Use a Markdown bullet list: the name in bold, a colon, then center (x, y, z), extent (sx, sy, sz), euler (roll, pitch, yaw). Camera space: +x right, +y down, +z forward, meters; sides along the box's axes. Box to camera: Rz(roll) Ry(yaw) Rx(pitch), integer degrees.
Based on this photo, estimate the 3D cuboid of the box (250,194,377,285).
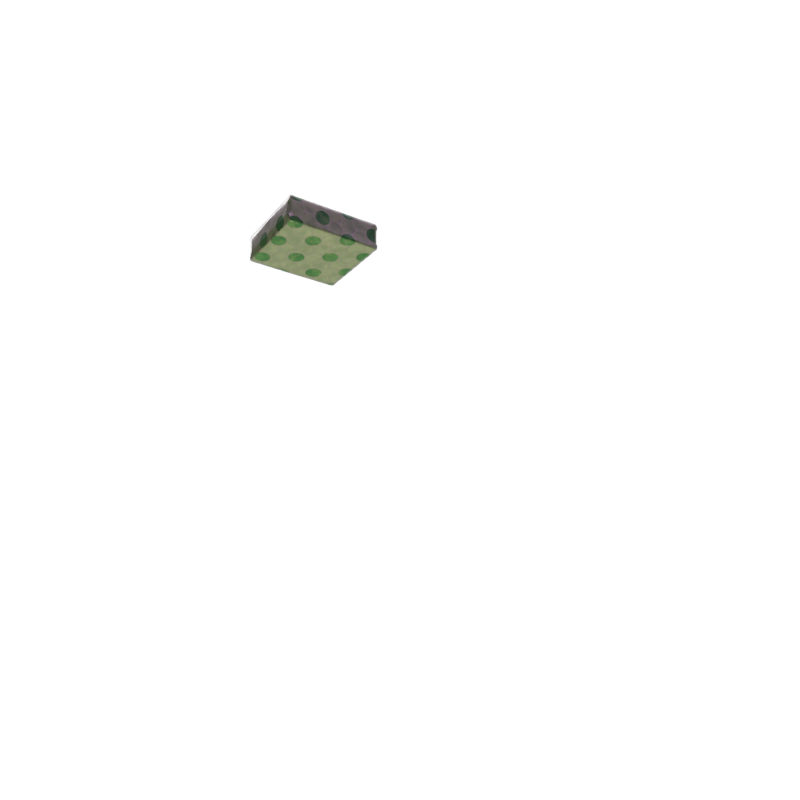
- **box**: center (-0.076, -0.138, 0.966), extent (0.085, 0.032, 0.072), euler (16, -32, -28)
